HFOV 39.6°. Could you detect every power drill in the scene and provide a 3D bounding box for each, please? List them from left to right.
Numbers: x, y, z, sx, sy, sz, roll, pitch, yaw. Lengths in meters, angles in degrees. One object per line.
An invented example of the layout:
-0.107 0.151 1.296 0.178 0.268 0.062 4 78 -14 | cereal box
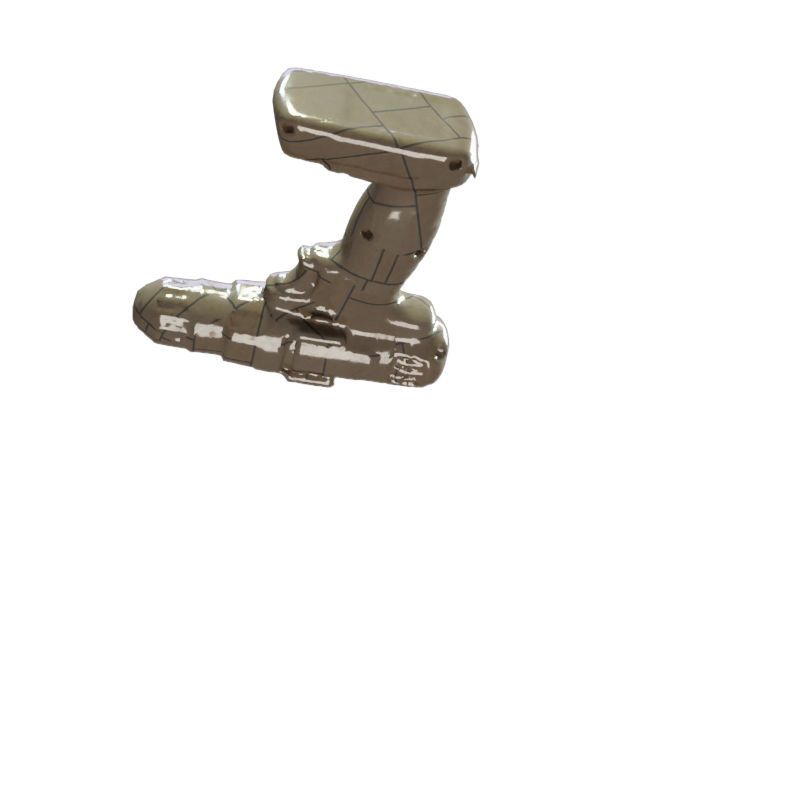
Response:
-0.047 -0.086 0.603 0.182 0.062 0.177 9 -45 -9 | power drill
